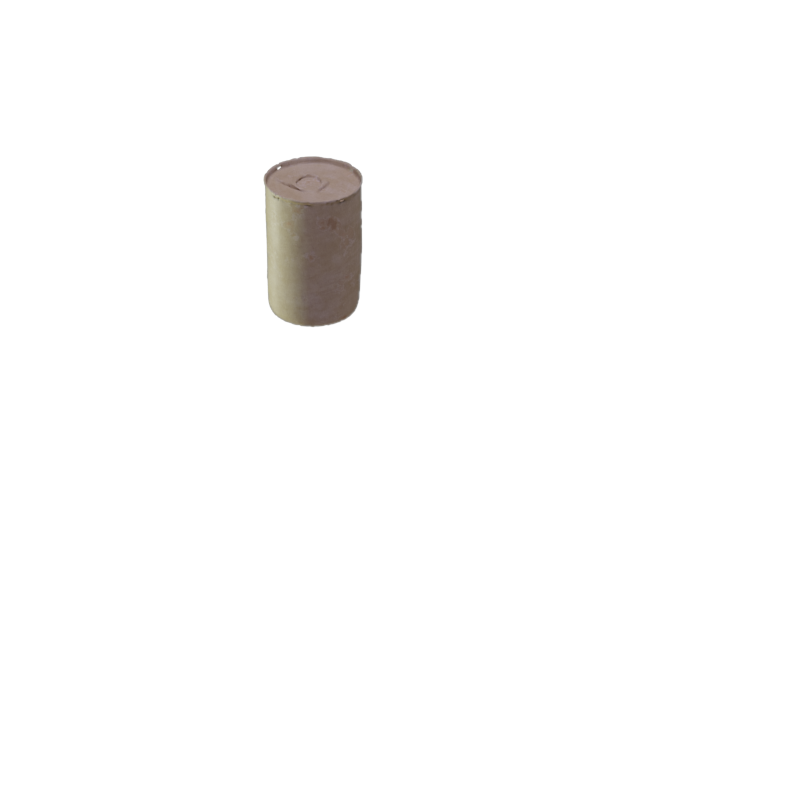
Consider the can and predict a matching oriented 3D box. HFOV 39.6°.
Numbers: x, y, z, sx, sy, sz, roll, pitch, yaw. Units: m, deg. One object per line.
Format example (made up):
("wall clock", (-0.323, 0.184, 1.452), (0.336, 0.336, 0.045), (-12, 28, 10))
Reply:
("can", (-0.061, -0.112, 0.782), (0.068, 0.096, 0.073), (0, 34, -3))
